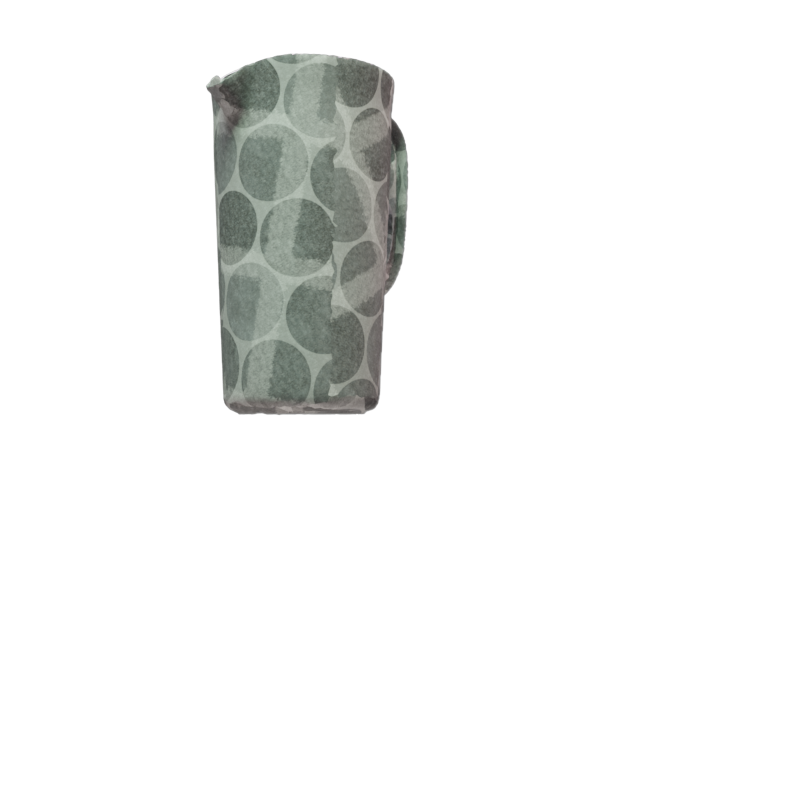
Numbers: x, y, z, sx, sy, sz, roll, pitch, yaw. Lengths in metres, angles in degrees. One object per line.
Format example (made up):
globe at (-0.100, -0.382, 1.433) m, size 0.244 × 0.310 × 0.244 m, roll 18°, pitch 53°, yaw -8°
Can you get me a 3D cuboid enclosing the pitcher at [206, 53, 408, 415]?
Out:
pitcher at (-0.062, -0.113, 0.789) m, size 0.149 × 0.248 × 0.143 m, roll 0°, pitch -7°, yaw -3°
